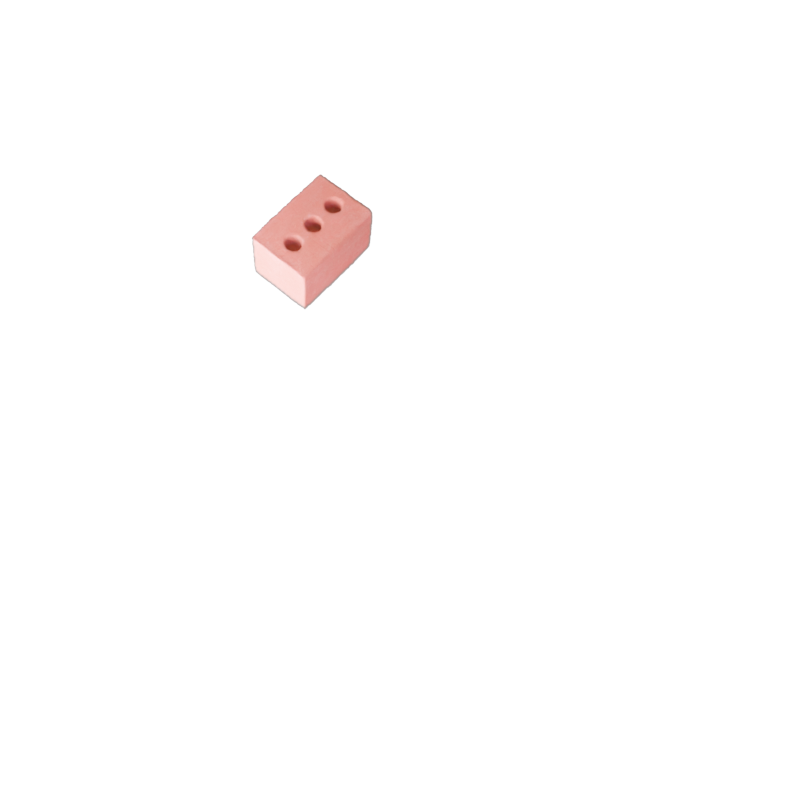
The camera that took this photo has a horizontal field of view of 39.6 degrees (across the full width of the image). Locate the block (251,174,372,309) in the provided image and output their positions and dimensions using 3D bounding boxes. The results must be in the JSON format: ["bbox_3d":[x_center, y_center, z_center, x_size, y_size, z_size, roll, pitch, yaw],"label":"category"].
[{"bbox_3d":[-0.065,-0.118,0.824,0.055,0.079,0.048,36,-23,16],"label":"block"}]
